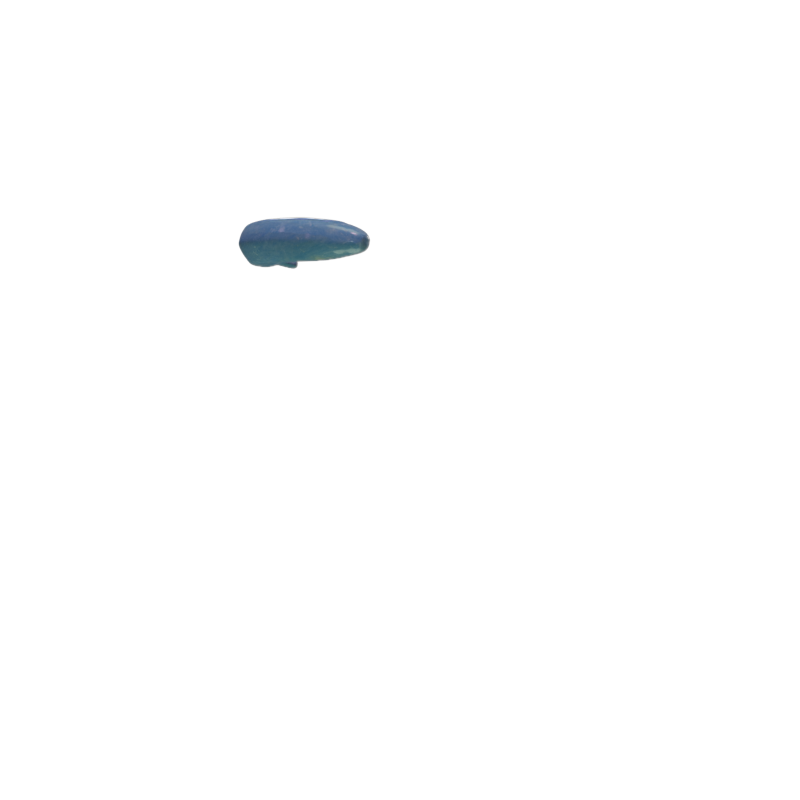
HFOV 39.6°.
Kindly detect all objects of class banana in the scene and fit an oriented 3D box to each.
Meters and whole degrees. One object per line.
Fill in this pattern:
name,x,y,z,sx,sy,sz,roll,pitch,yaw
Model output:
banana,-0.089,-0.128,0.894,0.068,0.037,0.203,-1,4,-21
